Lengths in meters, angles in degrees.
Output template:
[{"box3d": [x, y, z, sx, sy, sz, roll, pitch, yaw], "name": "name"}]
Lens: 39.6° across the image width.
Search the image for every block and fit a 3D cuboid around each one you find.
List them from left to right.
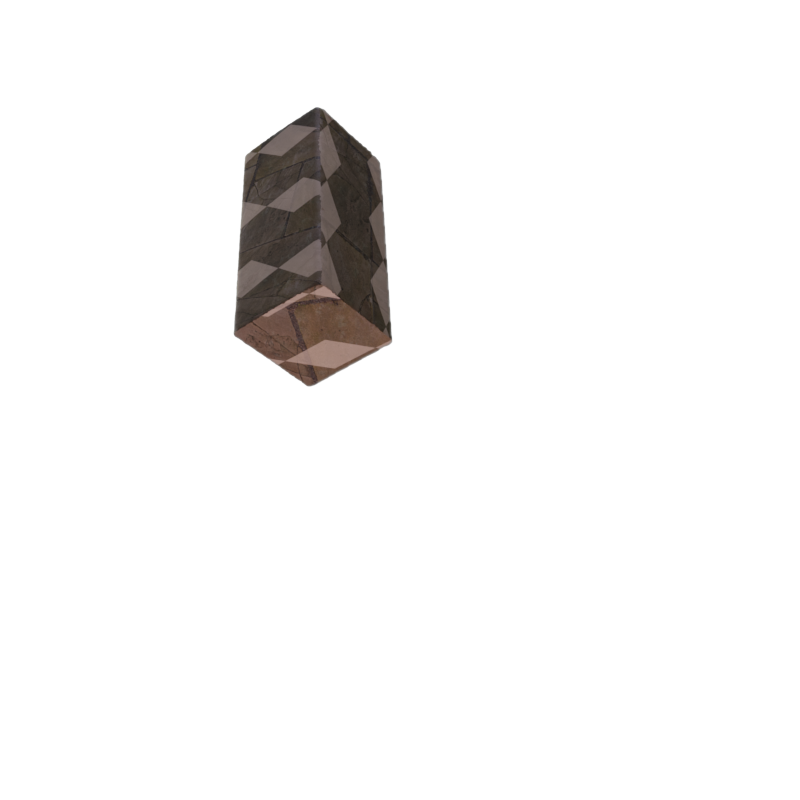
[{"box3d": [-0.071, -0.131, 0.914, 0.090, 0.221, 0.084, -30, -47, 27], "name": "block"}]
